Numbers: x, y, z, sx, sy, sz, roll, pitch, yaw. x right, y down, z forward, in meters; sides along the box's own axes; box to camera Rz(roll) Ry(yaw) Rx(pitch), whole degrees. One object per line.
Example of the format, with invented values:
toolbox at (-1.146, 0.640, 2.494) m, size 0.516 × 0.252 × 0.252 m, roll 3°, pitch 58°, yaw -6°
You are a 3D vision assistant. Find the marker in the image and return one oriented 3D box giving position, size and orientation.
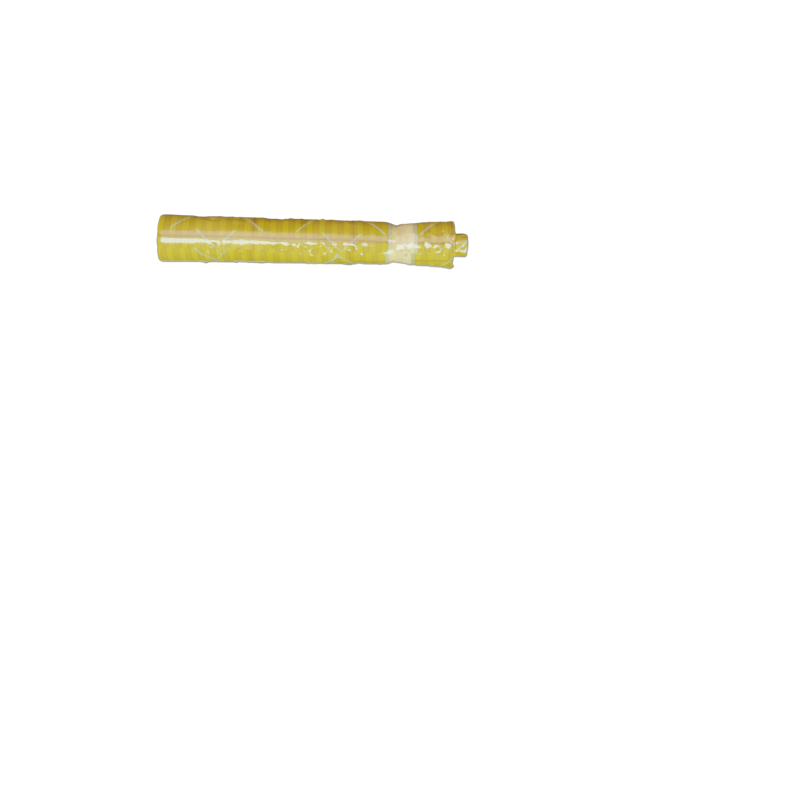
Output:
marker at (-0.034, -0.062, 0.436) m, size 0.121 × 0.020 × 0.020 m, roll 2°, pitch 4°, yaw 1°
